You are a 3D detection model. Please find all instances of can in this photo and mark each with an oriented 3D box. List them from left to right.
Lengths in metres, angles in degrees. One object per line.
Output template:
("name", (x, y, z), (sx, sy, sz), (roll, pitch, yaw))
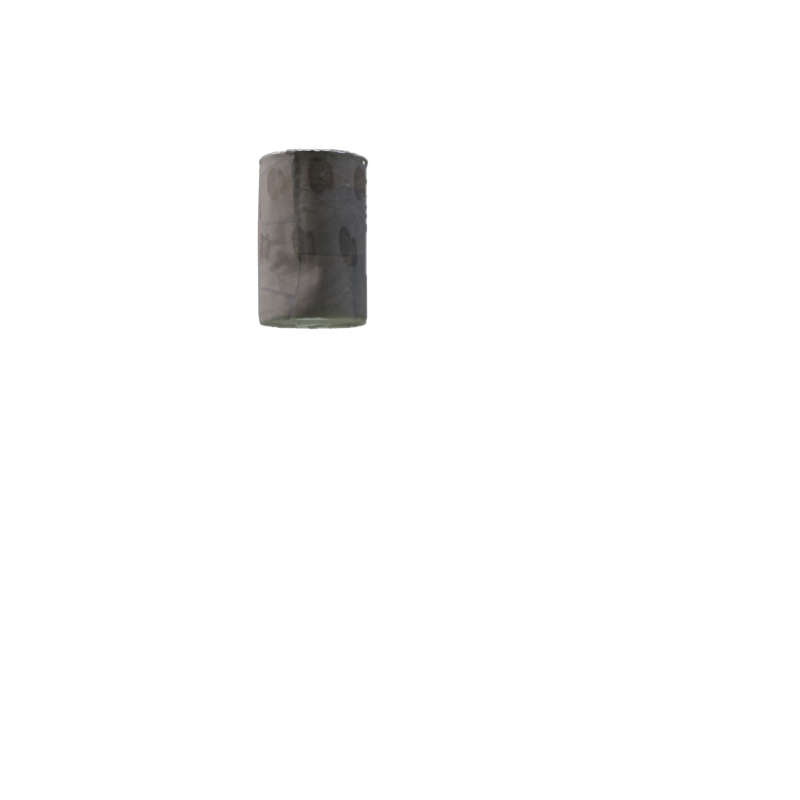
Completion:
("can", (-0.053, -0.097, 0.680), (0.068, 0.104, 0.067), (0, -7, -2))
